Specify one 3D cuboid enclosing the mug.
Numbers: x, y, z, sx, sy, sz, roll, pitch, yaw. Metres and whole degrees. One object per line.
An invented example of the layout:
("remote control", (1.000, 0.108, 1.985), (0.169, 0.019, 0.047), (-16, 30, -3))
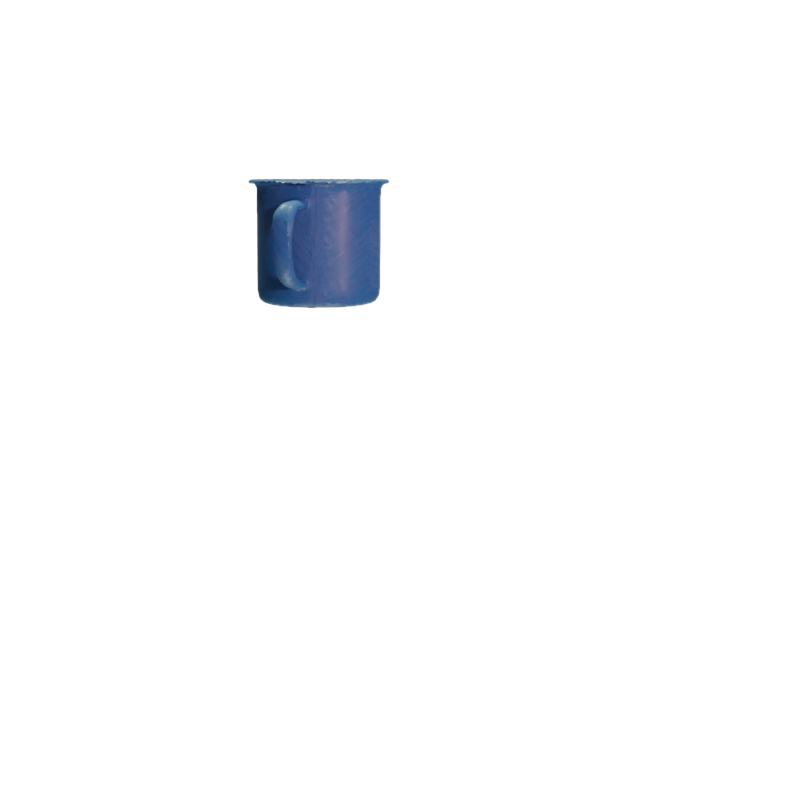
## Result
("mug", (-0.057, -0.104, 0.725), (0.095, 0.080, 0.117), (2, 9, 14))
